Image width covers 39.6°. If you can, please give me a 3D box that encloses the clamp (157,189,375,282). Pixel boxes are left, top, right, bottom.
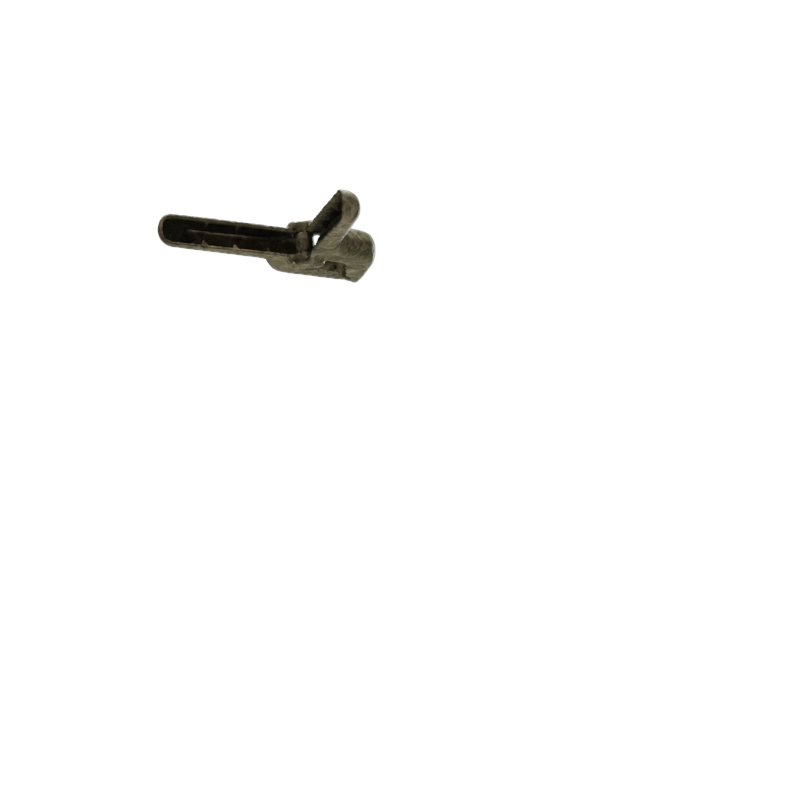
[{"bbox_3d":[-0.070,-0.128,0.897,0.169,0.037,0.199,-3,-7,29],"label":"clamp"}]
